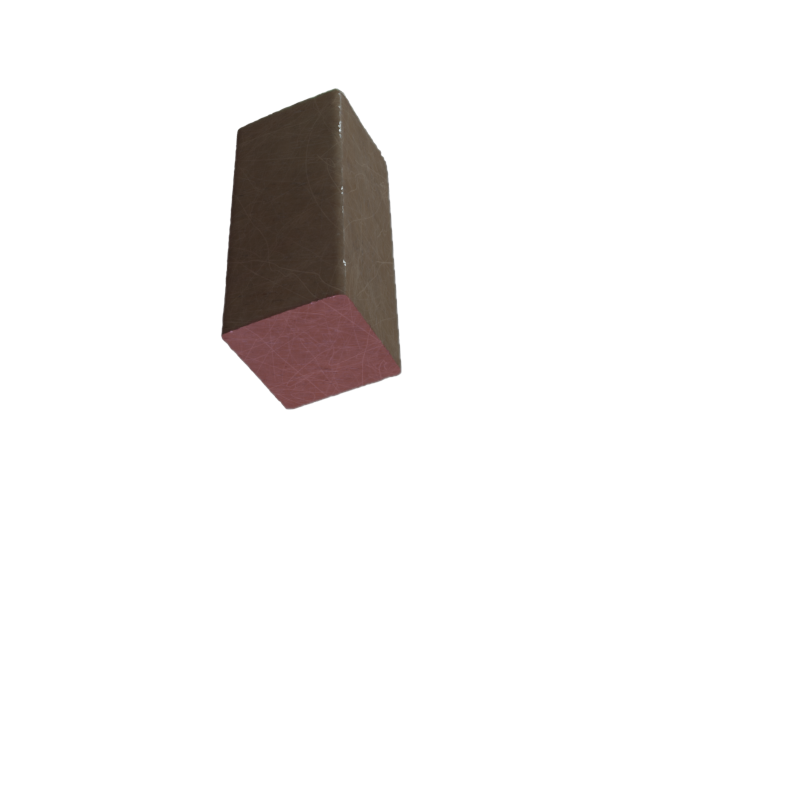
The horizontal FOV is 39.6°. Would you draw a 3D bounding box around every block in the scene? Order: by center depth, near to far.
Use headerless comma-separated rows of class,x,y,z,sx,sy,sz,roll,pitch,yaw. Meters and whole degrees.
block,-0.061,-0.112,0.782,0.091,0.221,0.084,-19,-44,17
